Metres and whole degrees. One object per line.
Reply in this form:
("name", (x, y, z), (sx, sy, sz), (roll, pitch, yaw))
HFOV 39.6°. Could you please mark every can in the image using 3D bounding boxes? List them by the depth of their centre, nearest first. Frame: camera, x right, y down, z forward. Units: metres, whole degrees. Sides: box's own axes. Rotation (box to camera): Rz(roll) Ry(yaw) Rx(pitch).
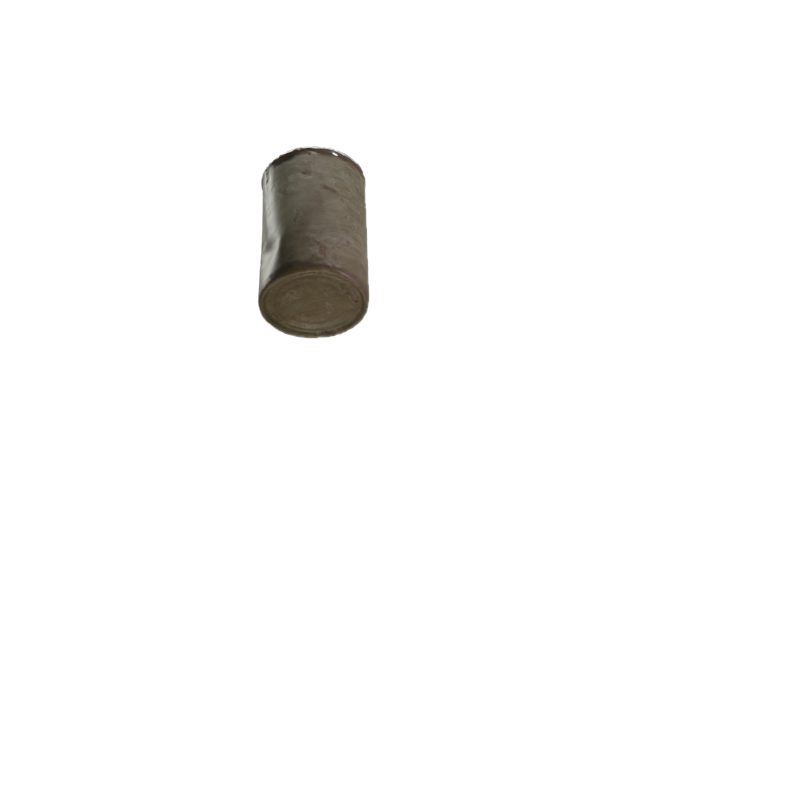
("can", (-0.054, -0.098, 0.688), (0.068, 0.110, 0.064), (-1, -38, -3))
